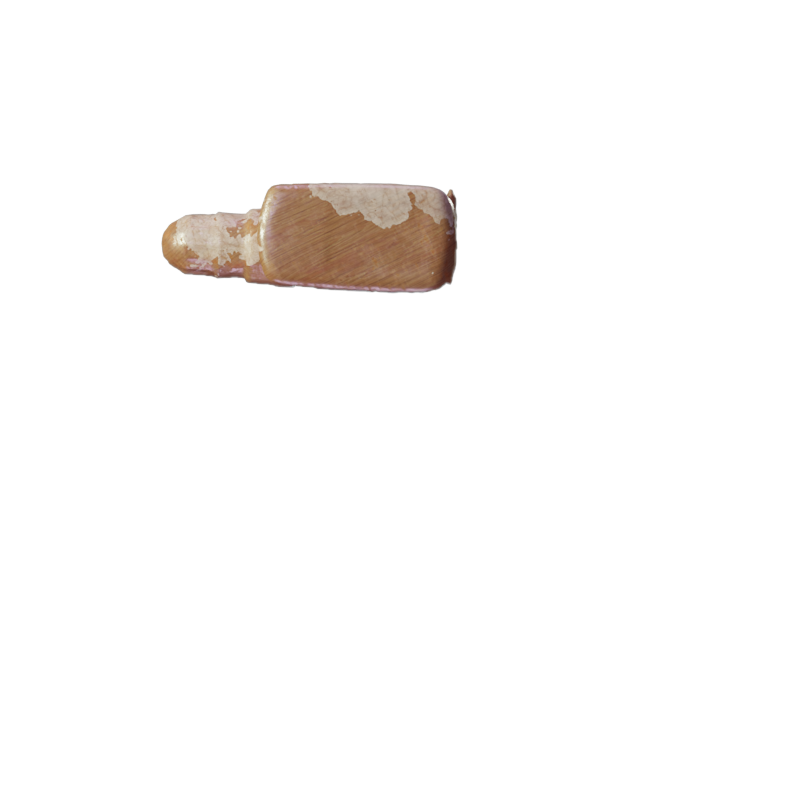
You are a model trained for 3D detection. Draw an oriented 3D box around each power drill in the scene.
[{"bbox_3d":[-0.052,-0.094,0.658,0.183,0.057,0.191,-1,6,-8],"label":"power drill"}]
